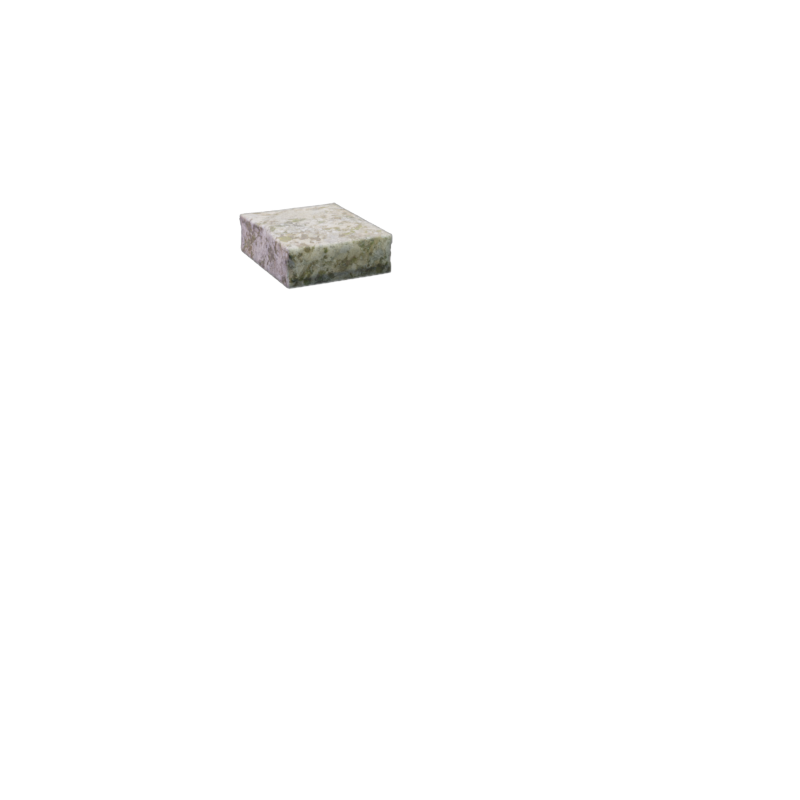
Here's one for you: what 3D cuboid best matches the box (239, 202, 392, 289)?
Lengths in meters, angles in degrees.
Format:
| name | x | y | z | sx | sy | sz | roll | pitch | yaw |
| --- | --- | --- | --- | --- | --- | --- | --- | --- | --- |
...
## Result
| name | x | y | z | sx | sy | sz | roll | pitch | yaw |
| --- | --- | --- | --- | --- | --- | --- | --- | --- | --- |
| box | -0.057 | -0.104 | 0.731 | 0.072 | 0.029 | 0.095 | -11 | 26 | -24 |
